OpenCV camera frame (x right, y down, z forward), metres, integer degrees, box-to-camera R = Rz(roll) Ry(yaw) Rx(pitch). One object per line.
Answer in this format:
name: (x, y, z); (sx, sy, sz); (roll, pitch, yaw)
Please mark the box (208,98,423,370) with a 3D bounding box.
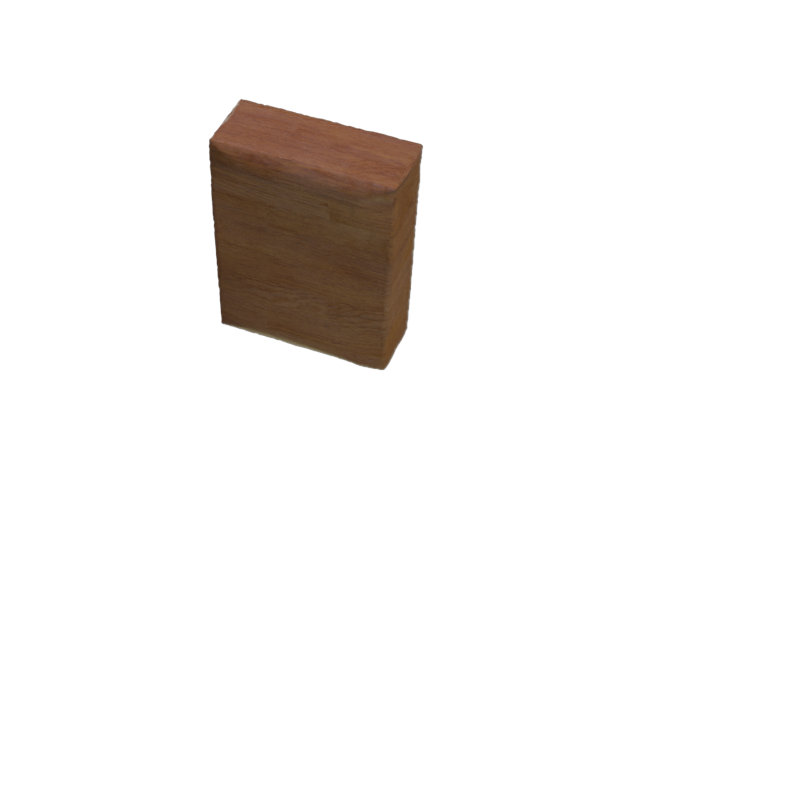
box: (-0.074, -0.135, 0.948); (0.169, 0.199, 0.075); (18, 48, 14)
